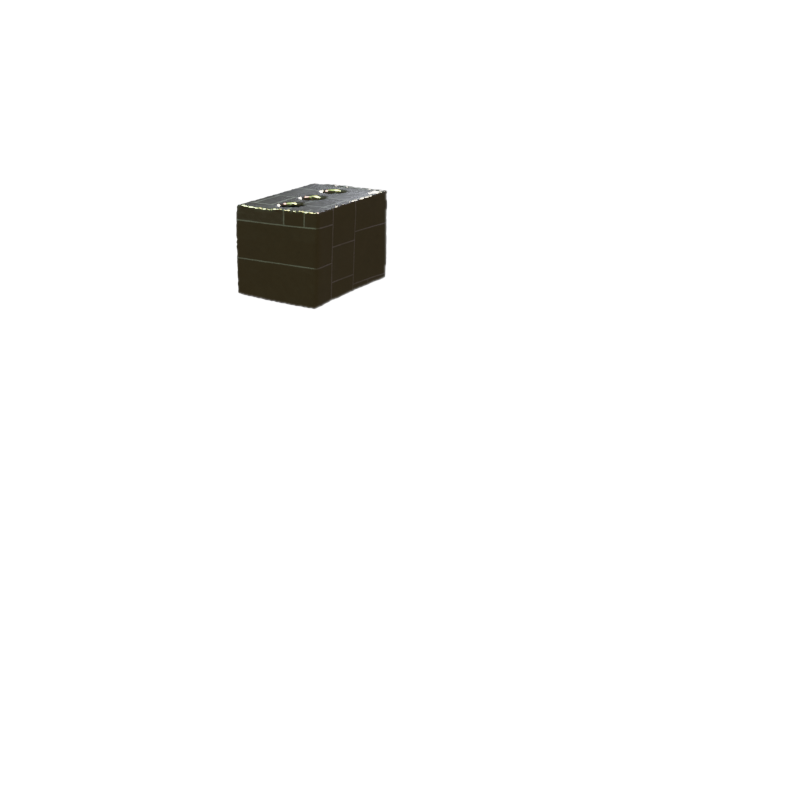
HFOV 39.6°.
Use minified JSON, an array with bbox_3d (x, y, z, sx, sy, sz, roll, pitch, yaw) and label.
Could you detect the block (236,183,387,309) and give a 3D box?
[{"bbox_3d":[-0.048,-0.088,0.613,0.055,0.049,0.078,10,21,27],"label":"block"}]
